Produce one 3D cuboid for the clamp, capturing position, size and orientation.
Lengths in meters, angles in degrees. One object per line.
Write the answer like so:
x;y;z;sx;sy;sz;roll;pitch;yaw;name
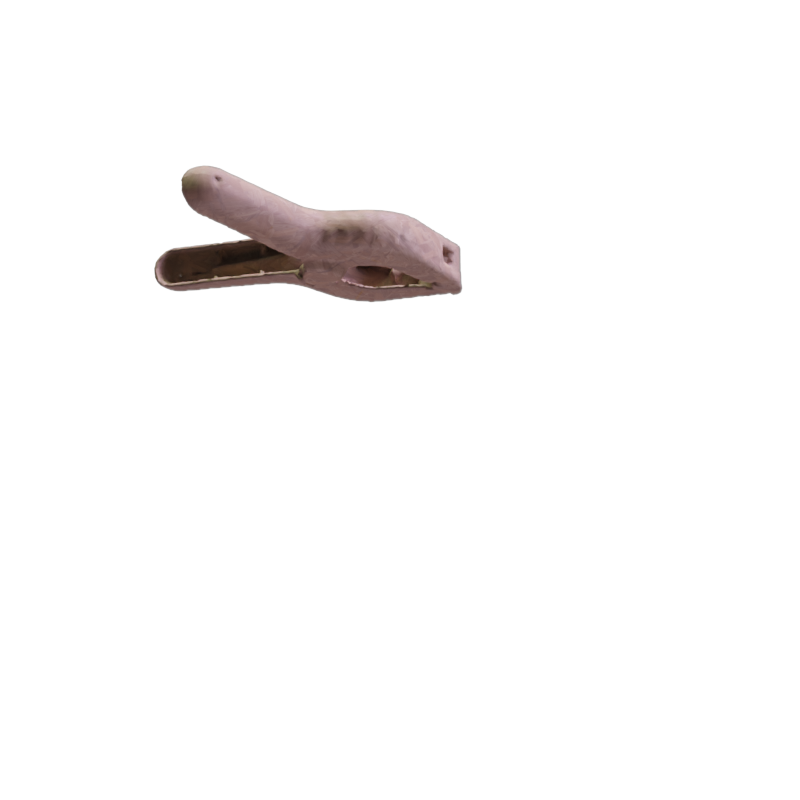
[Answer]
-0.046;-0.084;0.591;0.170;0.041;0.117;1;-13;-7;clamp
